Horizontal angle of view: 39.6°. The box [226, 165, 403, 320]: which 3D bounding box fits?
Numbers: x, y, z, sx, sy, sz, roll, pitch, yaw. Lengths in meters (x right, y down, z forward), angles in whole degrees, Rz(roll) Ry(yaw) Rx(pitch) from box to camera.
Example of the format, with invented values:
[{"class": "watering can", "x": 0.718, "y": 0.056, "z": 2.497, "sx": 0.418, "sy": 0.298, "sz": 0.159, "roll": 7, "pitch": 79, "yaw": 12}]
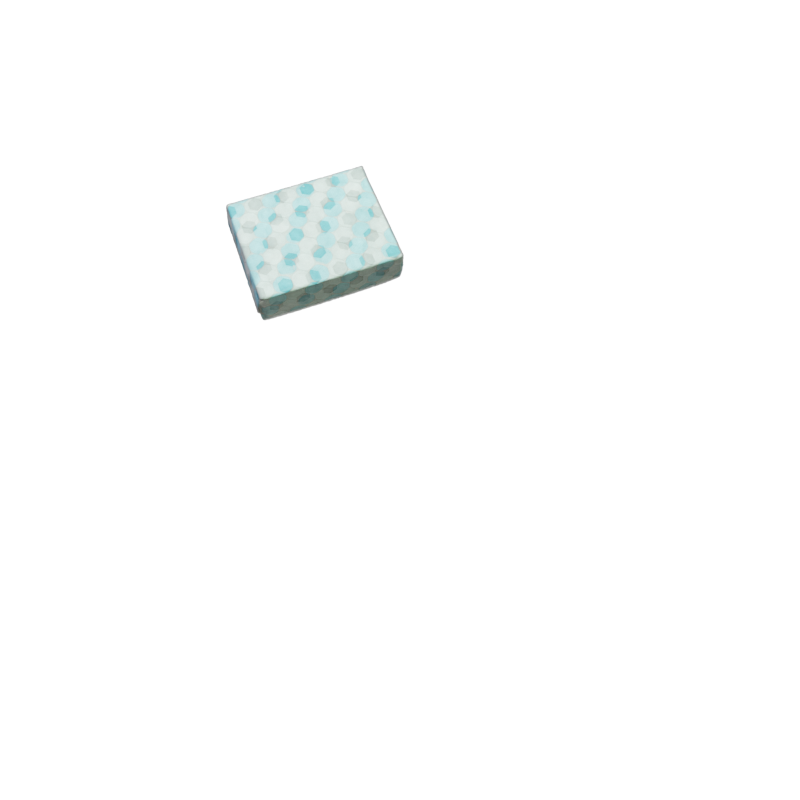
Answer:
[{"class": "box", "x": -0.065, "y": -0.119, "z": 0.833, "sx": 0.113, "sy": 0.096, "sz": 0.036, "roll": -17, "pitch": -29, "yaw": -10}]
